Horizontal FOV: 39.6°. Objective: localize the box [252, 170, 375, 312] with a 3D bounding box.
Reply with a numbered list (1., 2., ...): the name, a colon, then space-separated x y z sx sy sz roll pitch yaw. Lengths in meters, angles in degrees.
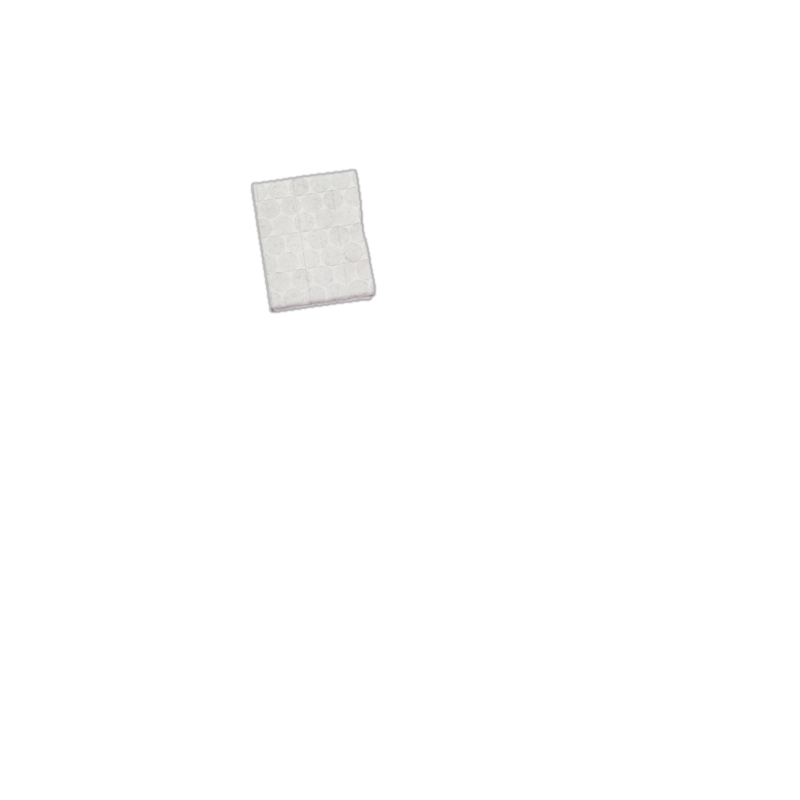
1. box: -0.060 -0.109 0.763 0.073 0.092 0.029 -8 -10 -2
